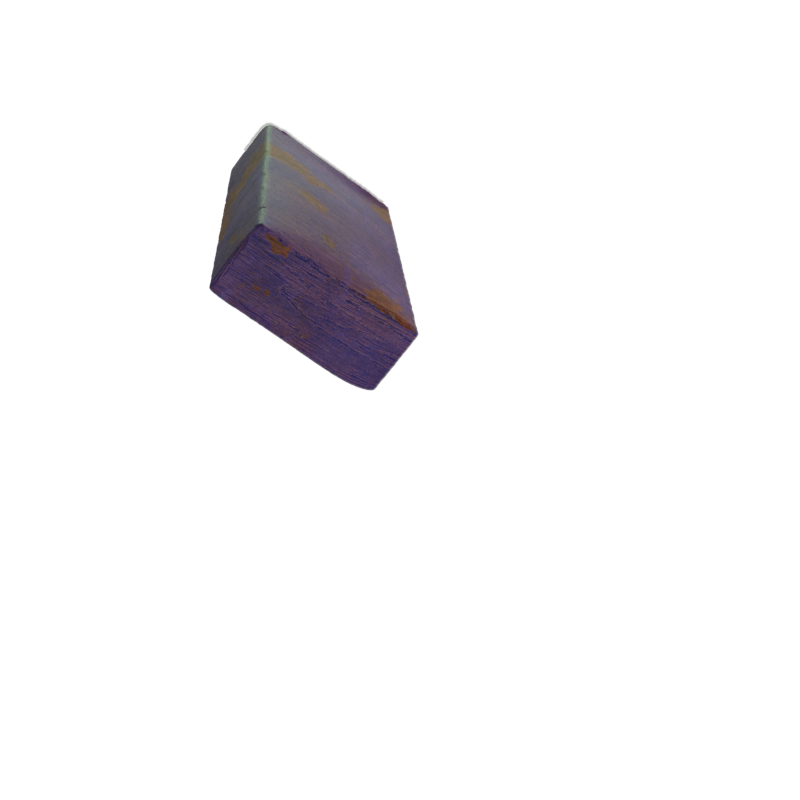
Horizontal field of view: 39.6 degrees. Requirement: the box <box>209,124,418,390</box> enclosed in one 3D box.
[{"bbox_3d":[-0.045,-0.083,0.576,0.090,0.047,0.187,33,22,-19],"label":"box"}]
